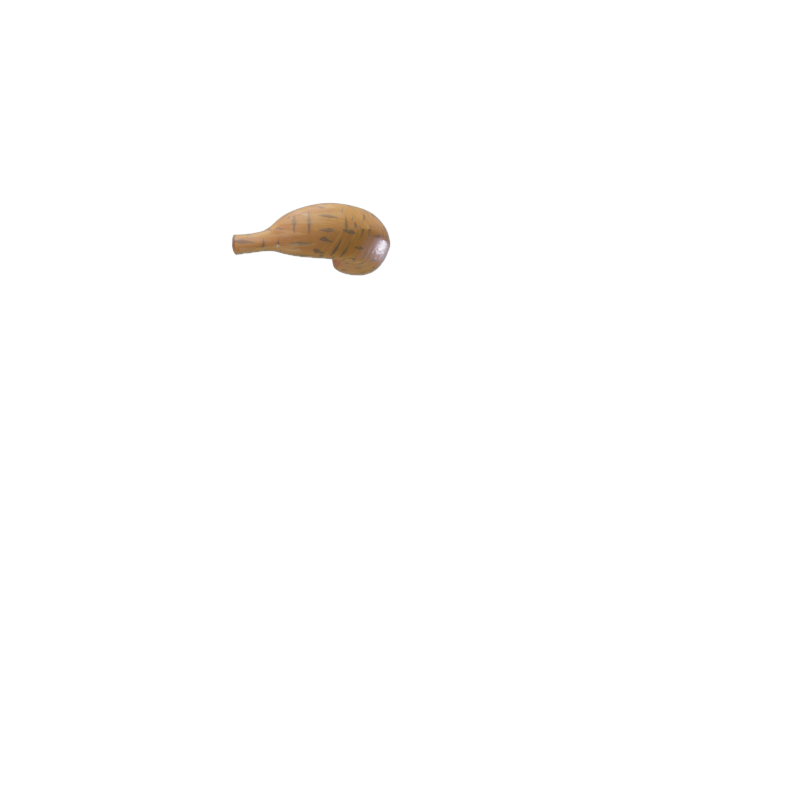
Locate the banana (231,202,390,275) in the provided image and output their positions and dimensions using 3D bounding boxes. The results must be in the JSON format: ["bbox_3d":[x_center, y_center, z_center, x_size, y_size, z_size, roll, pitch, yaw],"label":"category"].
[{"bbox_3d":[-0.042,-0.107,0.739,0.071,0.037,0.192,0,1,18],"label":"banana"}]
